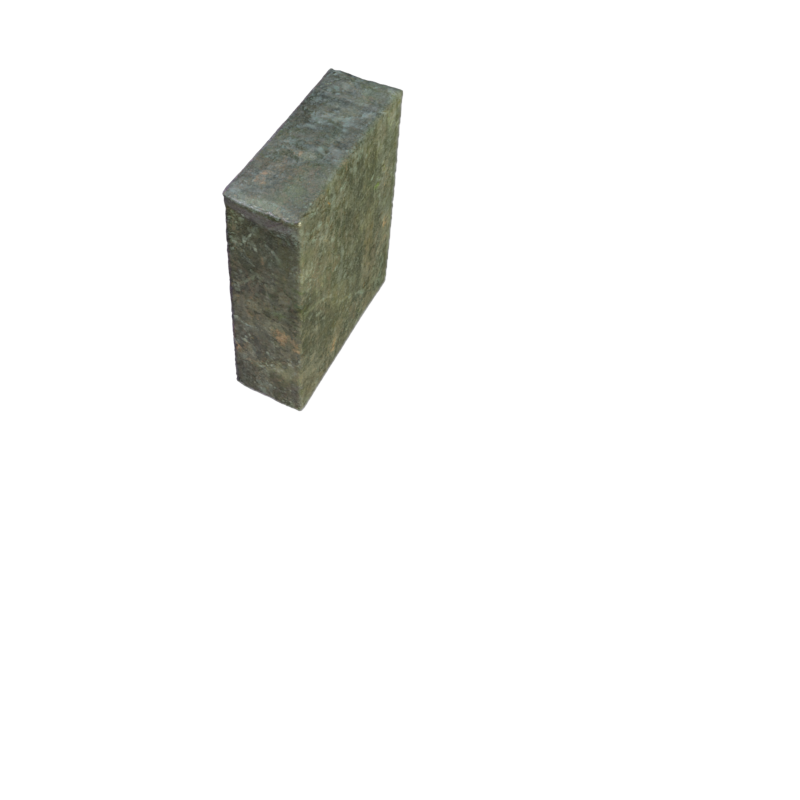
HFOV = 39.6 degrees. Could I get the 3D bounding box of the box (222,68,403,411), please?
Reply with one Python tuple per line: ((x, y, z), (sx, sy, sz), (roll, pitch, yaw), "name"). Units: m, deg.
((-0.067, -0.123, 0.861), (0.074, 0.170, 0.199), (21, -38, 13), "box")
